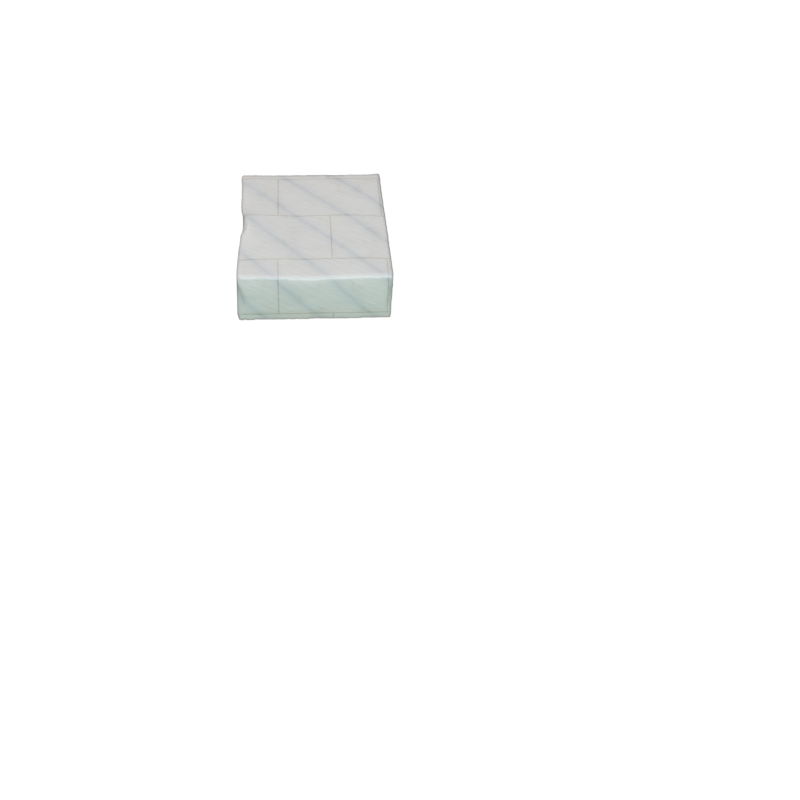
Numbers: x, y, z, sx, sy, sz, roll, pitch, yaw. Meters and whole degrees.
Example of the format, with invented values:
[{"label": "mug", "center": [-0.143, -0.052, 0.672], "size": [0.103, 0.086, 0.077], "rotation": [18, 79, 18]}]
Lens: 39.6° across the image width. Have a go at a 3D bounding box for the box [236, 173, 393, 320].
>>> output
[{"label": "box", "center": [-0.043, -0.079, 0.550], "size": [0.073, 0.028, 0.096], "rotation": [-2, 42, -2]}]
